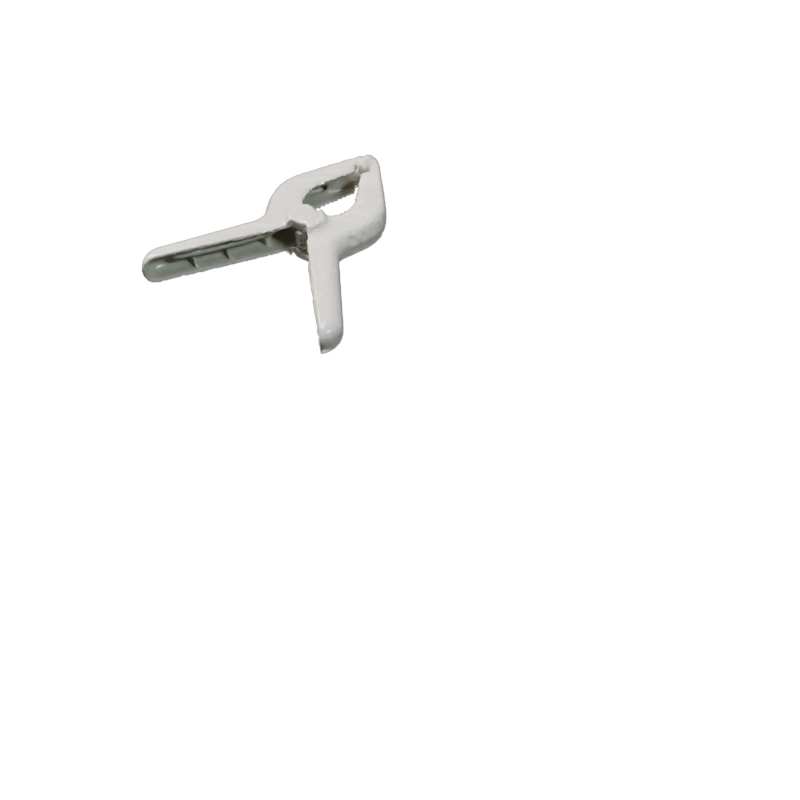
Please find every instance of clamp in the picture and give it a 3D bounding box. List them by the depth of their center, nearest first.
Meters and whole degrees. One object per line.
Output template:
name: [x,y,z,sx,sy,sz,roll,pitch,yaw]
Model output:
clamp: [-0.065,-0.119,0.831,0.174,0.034,0.213,27,49,26]
